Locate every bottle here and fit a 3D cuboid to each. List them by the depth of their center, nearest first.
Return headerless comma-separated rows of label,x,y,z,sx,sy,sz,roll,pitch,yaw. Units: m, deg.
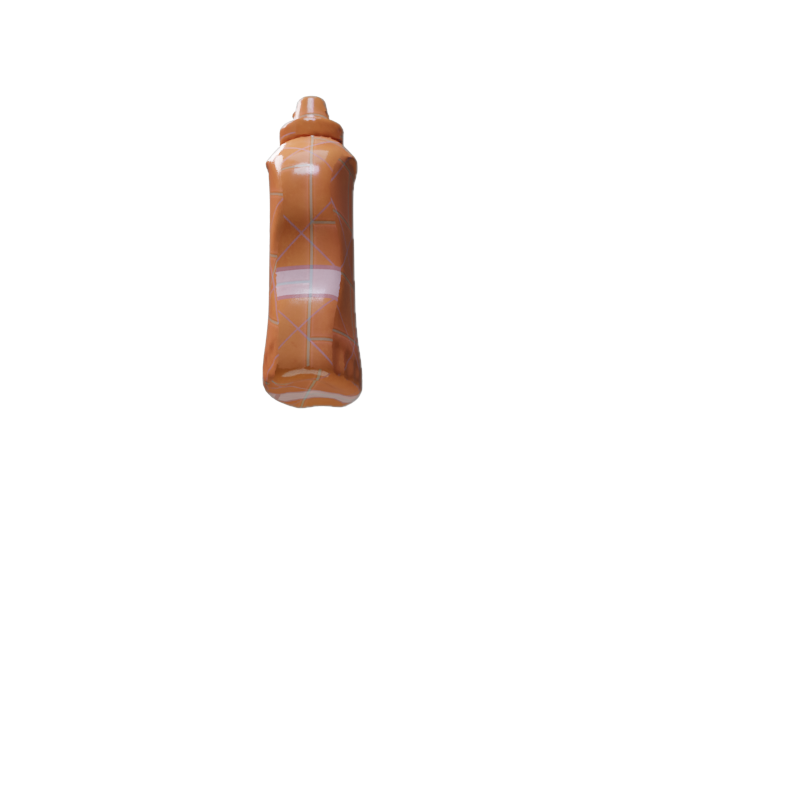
bottle,-0.054,-0.097,0.680,0.059,0.200,0.091,-3,-18,5
